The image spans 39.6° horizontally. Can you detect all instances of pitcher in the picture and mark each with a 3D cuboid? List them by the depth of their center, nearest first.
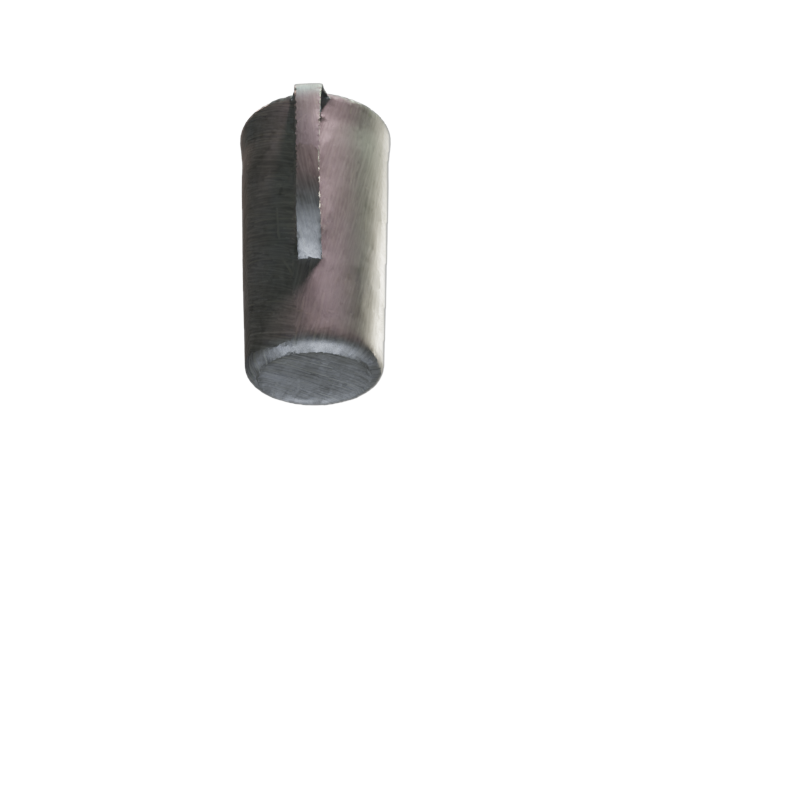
[{"bbox_3d":[-0.071,-0.130,0.909,0.140,0.259,0.145,27,-42,-38],"label":"pitcher"}]
